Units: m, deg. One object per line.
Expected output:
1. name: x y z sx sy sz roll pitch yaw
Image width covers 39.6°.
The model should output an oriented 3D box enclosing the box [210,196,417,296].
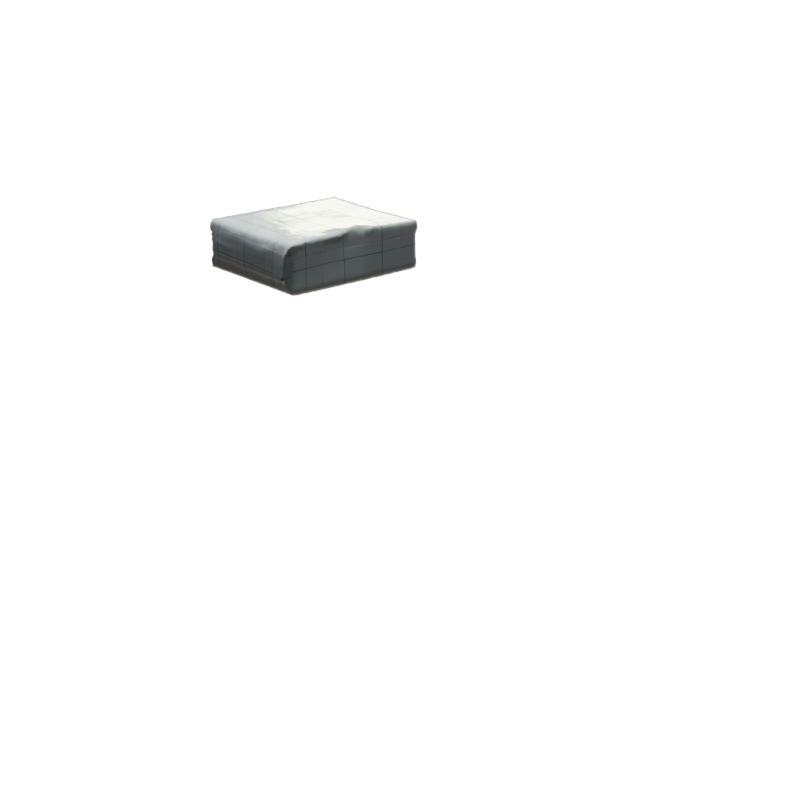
1. box: -0.047 -0.086 0.602 0.087 0.029 0.078 -17 27 -36
